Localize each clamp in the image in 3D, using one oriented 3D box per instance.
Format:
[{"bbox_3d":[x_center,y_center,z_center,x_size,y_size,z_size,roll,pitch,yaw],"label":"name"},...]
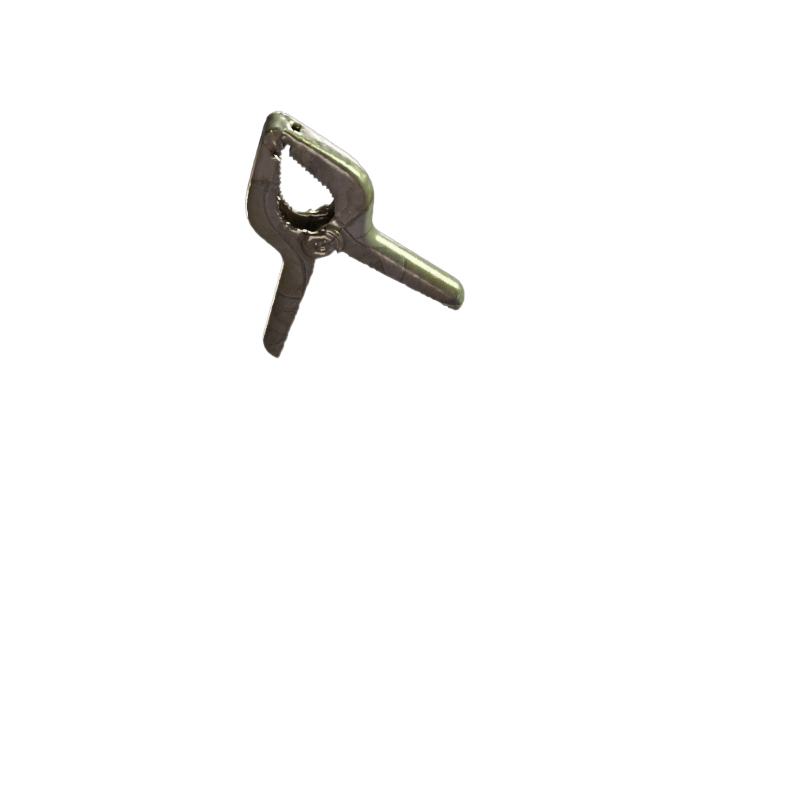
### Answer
[{"bbox_3d":[-0.065,-0.118,0.827,0.165,0.195,0.039,-21,36,16],"label":"clamp"}]
